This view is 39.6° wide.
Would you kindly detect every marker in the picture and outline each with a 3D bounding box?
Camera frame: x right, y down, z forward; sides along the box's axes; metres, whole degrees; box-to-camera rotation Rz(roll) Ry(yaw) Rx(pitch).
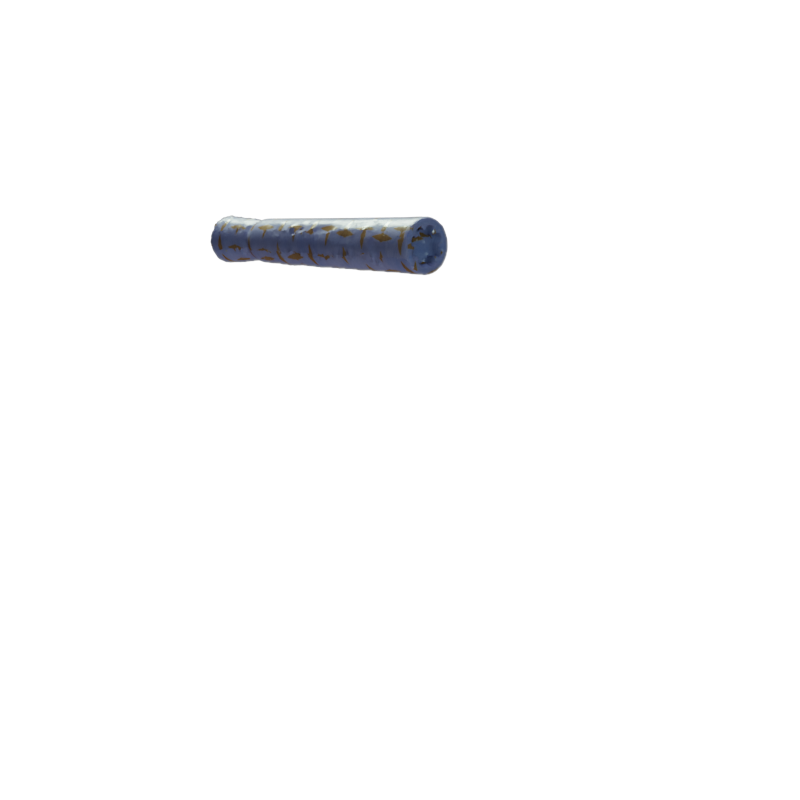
[{"bbox_3d":[-0.032,-0.057,0.402,0.019,0.020,0.127,-3,9,-40],"label":"marker"}]
